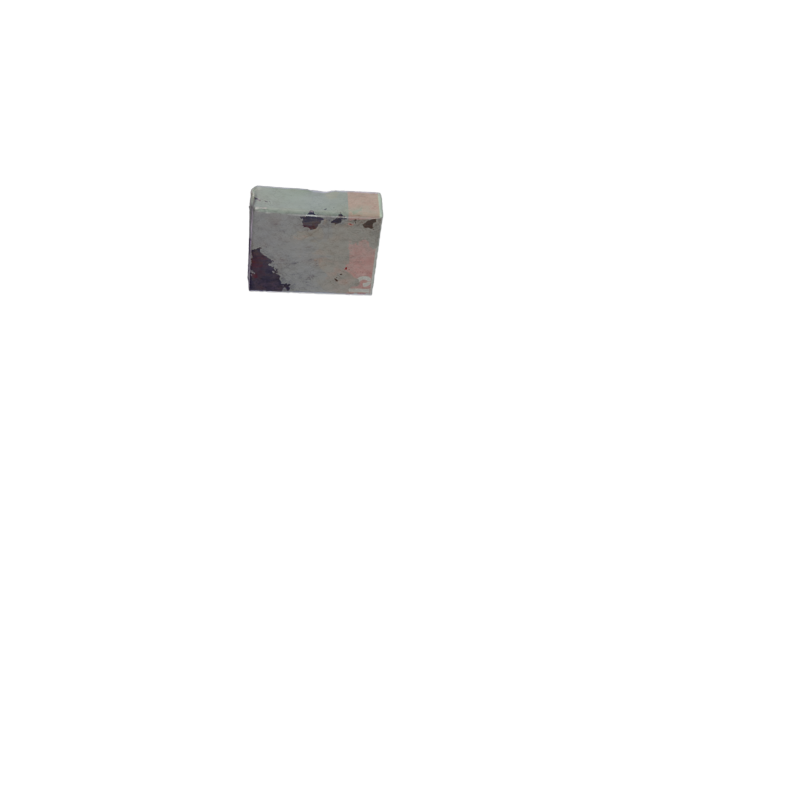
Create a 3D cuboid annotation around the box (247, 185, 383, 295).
[{"bbox_3d":[-0.060,-0.108,0.759,0.089,0.068,0.032,3,44,-3],"label":"box"}]
